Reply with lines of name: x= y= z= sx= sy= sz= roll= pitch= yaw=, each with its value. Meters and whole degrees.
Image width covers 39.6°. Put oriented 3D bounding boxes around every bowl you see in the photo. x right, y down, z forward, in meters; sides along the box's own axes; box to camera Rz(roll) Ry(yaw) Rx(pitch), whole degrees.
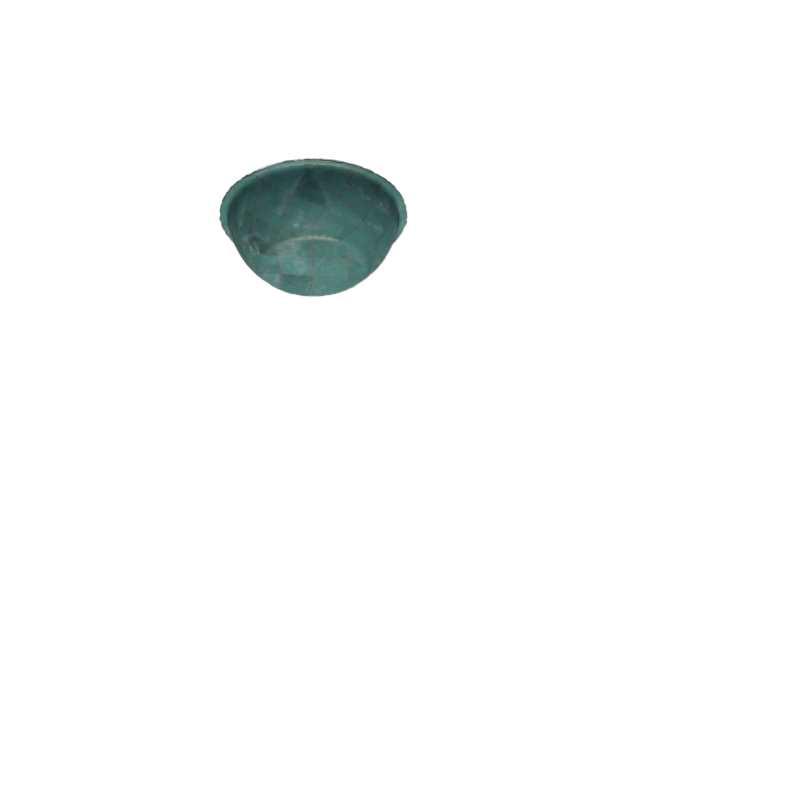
bowl: x=-0.074 y=-0.134 z=0.940 sx=0.162 sy=0.059 sz=0.152 roll=1 pitch=-29 yaw=-2
